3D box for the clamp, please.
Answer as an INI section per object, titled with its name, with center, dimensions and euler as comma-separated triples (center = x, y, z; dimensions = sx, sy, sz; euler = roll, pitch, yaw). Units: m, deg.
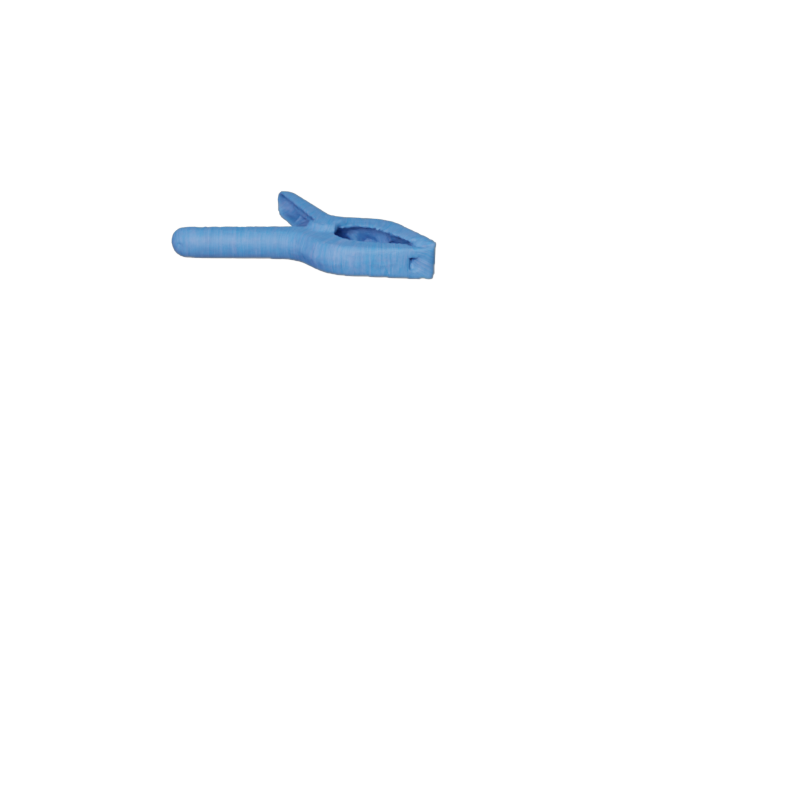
[clamp]
center = -0.072, -0.131, 0.914
dimensions = 0.222, 0.035, 0.163
euler = 19, 31, 34
